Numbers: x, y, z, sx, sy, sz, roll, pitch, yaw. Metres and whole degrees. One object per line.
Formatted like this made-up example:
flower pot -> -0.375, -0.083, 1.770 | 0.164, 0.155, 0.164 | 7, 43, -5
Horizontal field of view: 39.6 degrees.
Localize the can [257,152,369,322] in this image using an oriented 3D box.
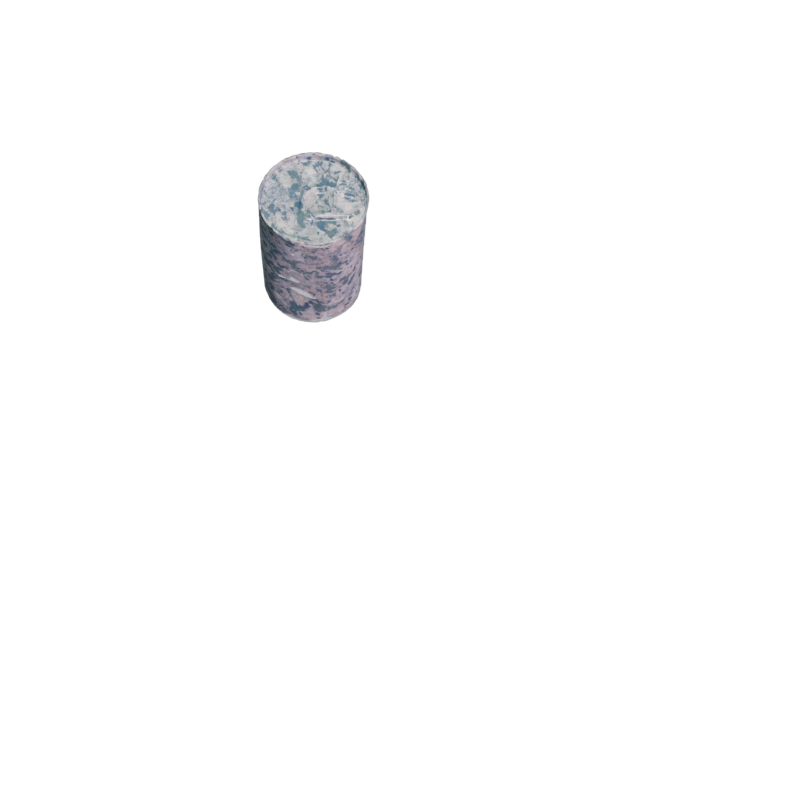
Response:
can -> -0.056, -0.102, 0.714 | 0.068, 0.073, 0.096 | 0, -28, -3
